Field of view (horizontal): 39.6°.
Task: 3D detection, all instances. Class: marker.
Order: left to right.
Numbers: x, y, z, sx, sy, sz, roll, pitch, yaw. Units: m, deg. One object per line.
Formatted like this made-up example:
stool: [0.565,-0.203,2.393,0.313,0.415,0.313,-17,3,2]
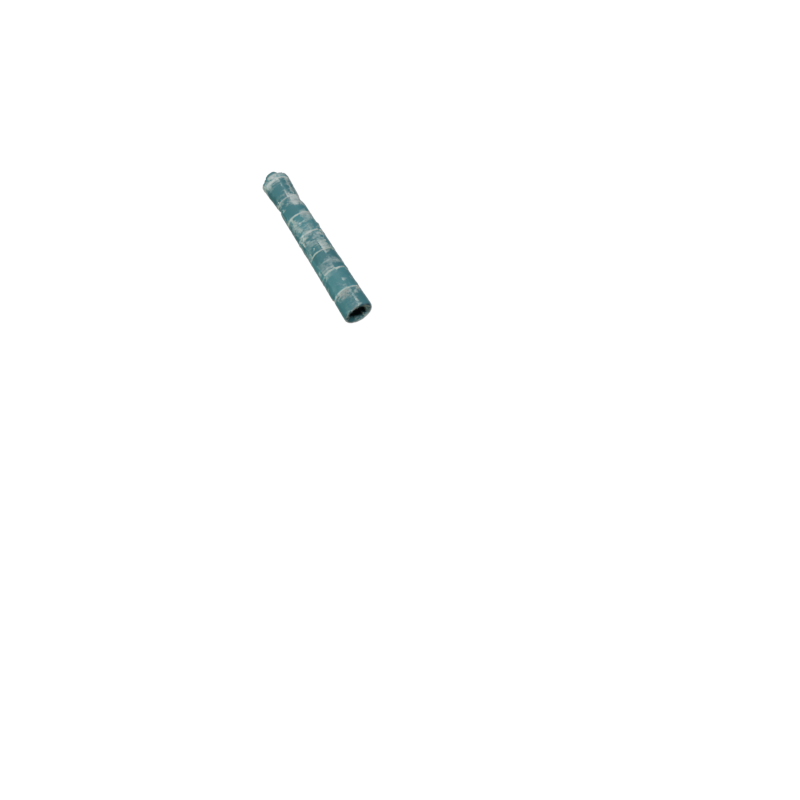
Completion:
marker: [-0.055,-0.100,0.699,0.020,0.130,0.018,-23,-31,-16]
